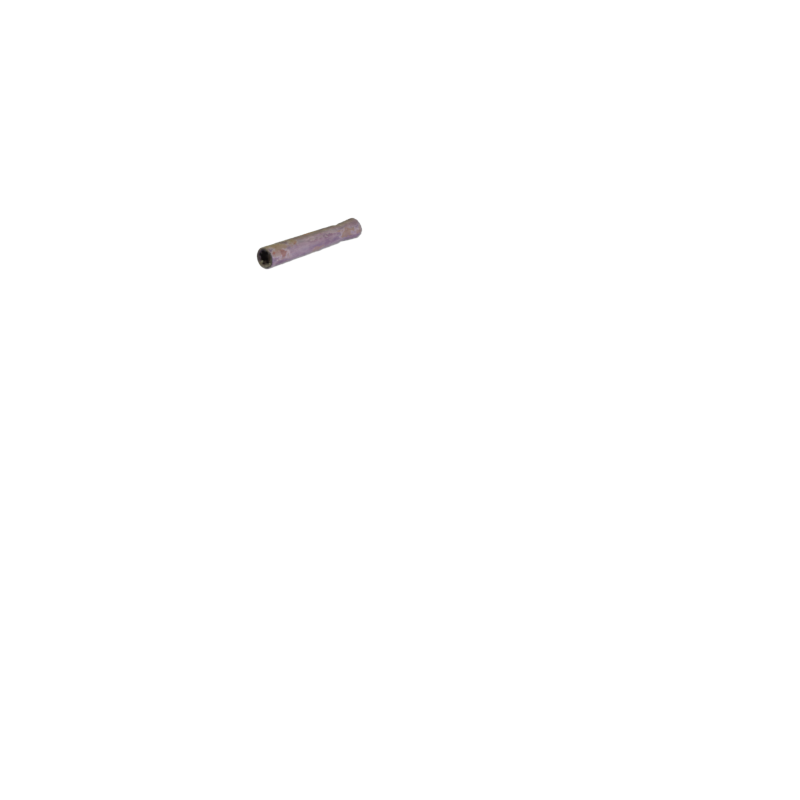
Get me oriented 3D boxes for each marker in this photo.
[{"bbox_3d":[-0.074,-0.136,0.949,0.021,0.019,0.120,3,21,40],"label":"marker"}]
